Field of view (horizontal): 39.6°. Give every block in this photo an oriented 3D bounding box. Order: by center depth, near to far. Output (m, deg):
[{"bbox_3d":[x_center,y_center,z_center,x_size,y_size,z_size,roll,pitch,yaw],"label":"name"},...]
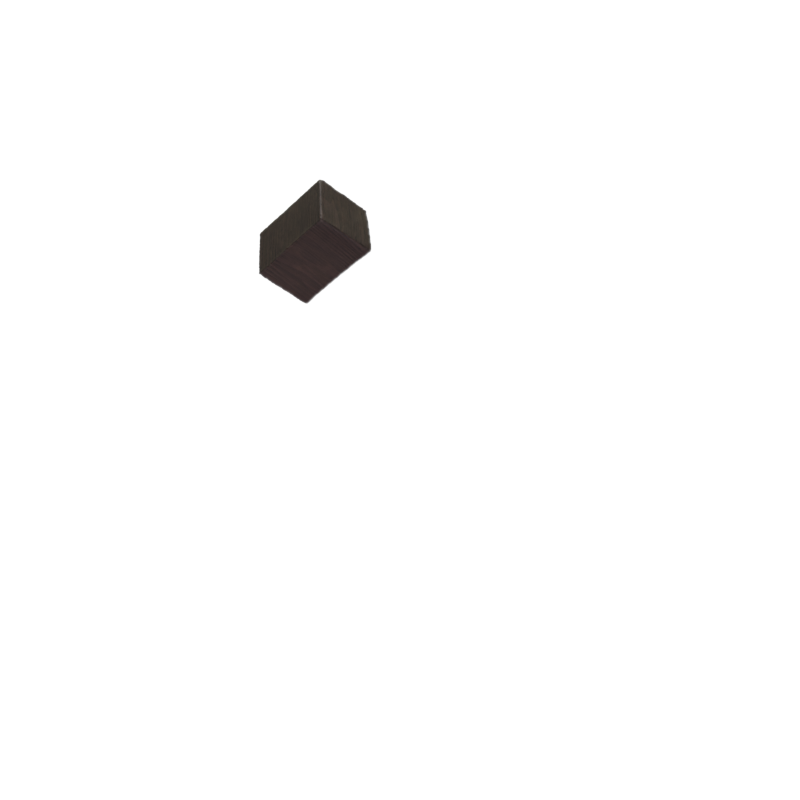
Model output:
[{"bbox_3d":[-0.069,-0.126,0.880,0.050,0.055,0.077,34,-55,-31],"label":"block"}]
